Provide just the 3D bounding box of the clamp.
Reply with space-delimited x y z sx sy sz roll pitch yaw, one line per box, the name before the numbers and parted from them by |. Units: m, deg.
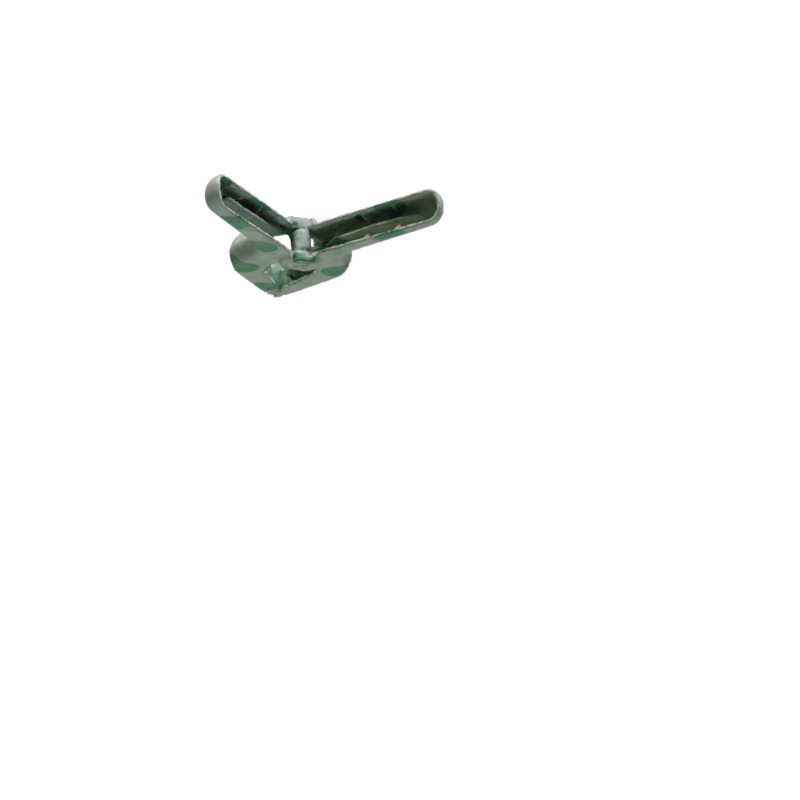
clamp | -0.065 -0.118 0.829 0.163 0.038 0.205 2 -12 -9
